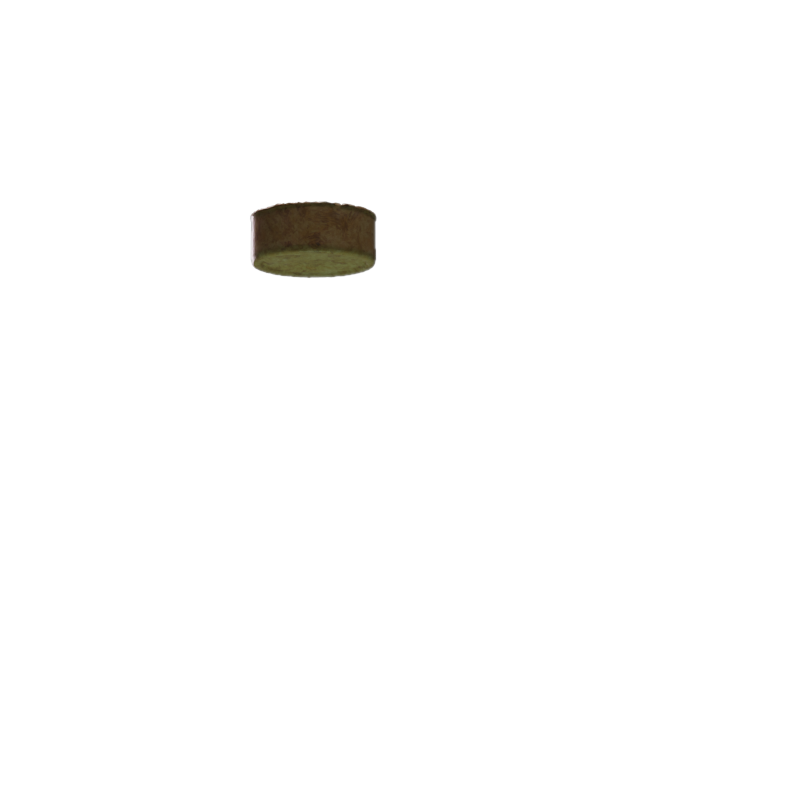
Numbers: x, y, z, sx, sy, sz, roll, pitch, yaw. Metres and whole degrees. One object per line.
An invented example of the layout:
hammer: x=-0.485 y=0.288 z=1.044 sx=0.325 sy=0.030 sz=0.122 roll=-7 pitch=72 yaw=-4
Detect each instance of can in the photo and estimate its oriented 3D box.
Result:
can: x=-0.058 y=-0.107 z=0.747 sx=0.086 sy=0.034 sz=0.084 roll=0 pitch=-7 yaw=-2
